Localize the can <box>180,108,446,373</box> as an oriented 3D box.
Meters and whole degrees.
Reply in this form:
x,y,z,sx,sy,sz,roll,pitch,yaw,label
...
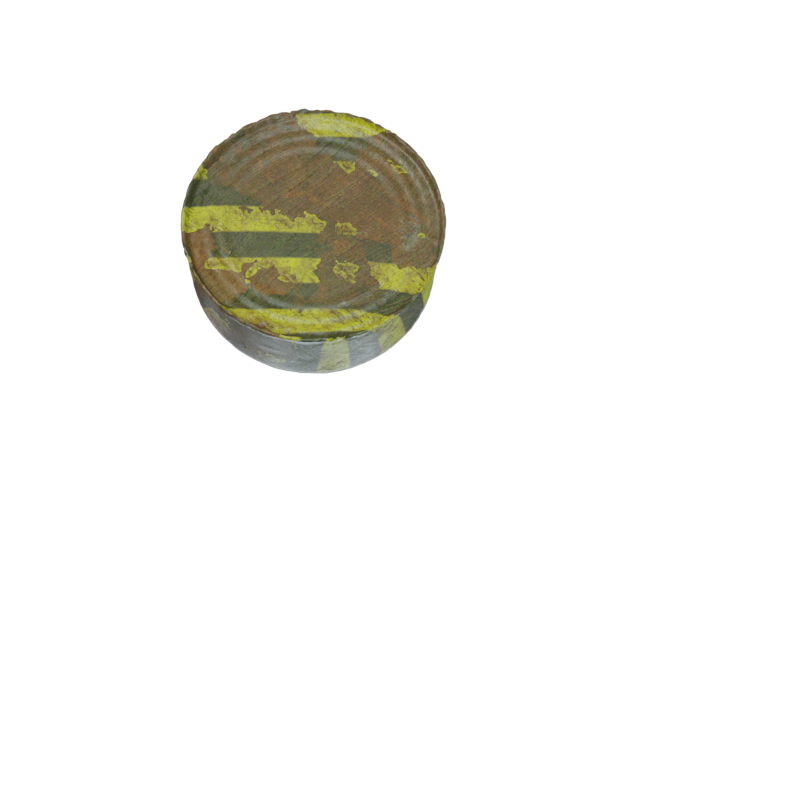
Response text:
x,y,z,sx,sy,sz,roll,pitch,yaw,label
-0.029,-0.053,0.372,0.086,0.091,0.032,-1,-26,-1,can
